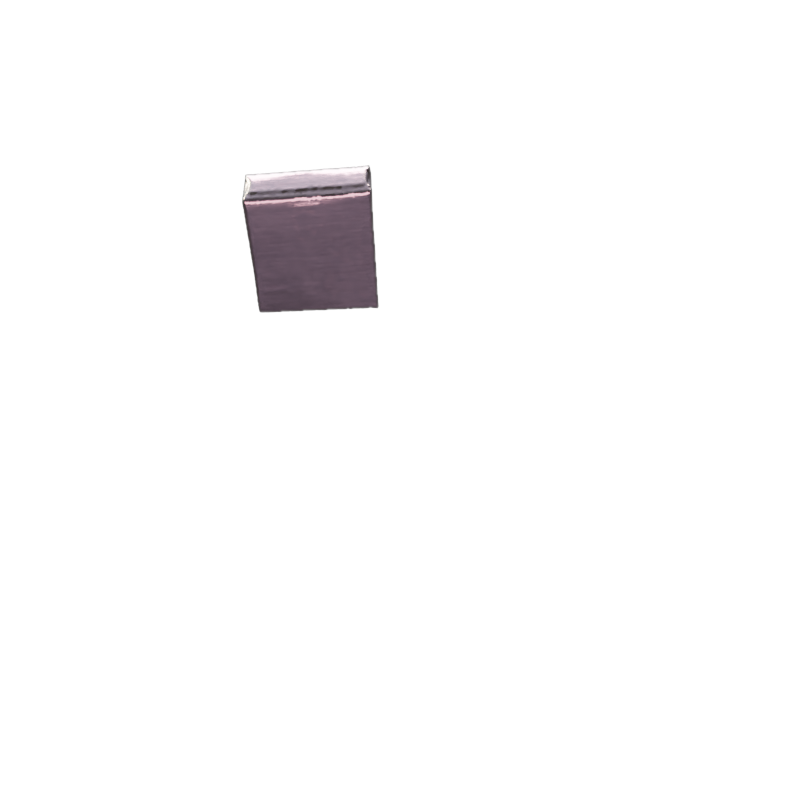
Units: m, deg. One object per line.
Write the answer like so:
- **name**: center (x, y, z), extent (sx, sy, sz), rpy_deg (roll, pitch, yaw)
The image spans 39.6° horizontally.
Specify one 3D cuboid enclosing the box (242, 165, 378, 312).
- **box**: center (-0.051, -0.093, 0.654), extent (0.073, 0.083, 0.032), rpy_deg (-3, 42, 2)
